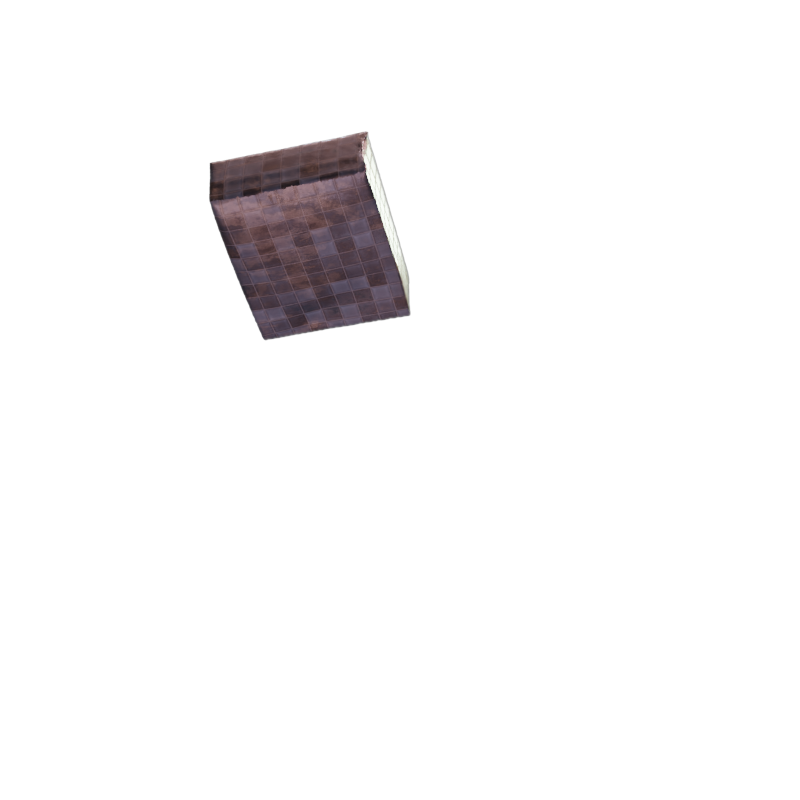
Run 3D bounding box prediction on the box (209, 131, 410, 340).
[{"bbox_3d":[-0.048,-0.088,0.617,0.090,0.042,0.105,-9,-44,9],"label":"box"}]
